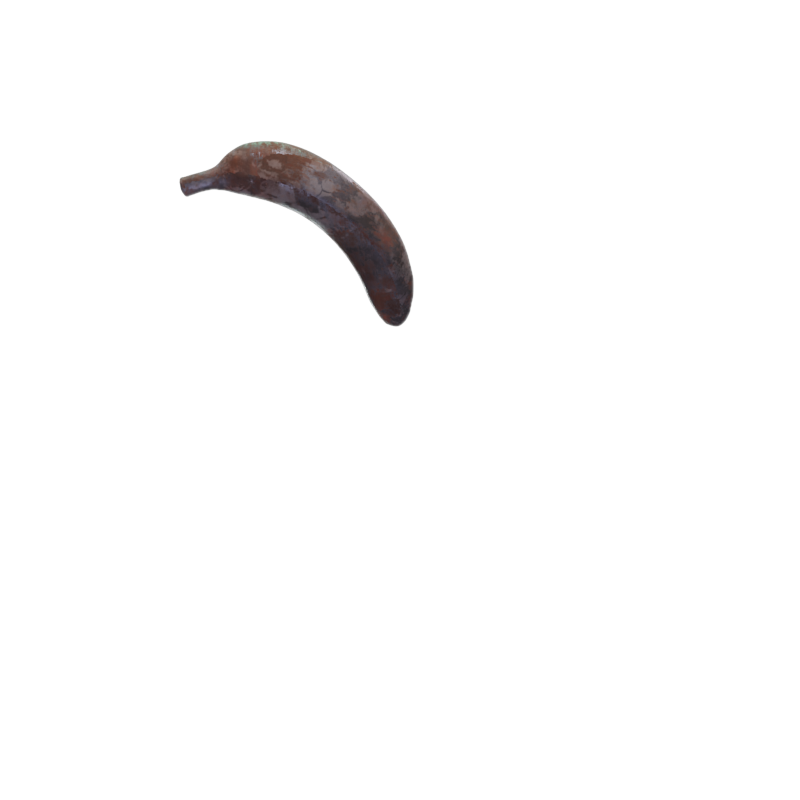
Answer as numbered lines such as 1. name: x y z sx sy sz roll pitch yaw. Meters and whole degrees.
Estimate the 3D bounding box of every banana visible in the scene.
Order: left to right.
1. banana: -0.046 -0.113 0.714 0.185 0.039 0.069 32 -51 -32
